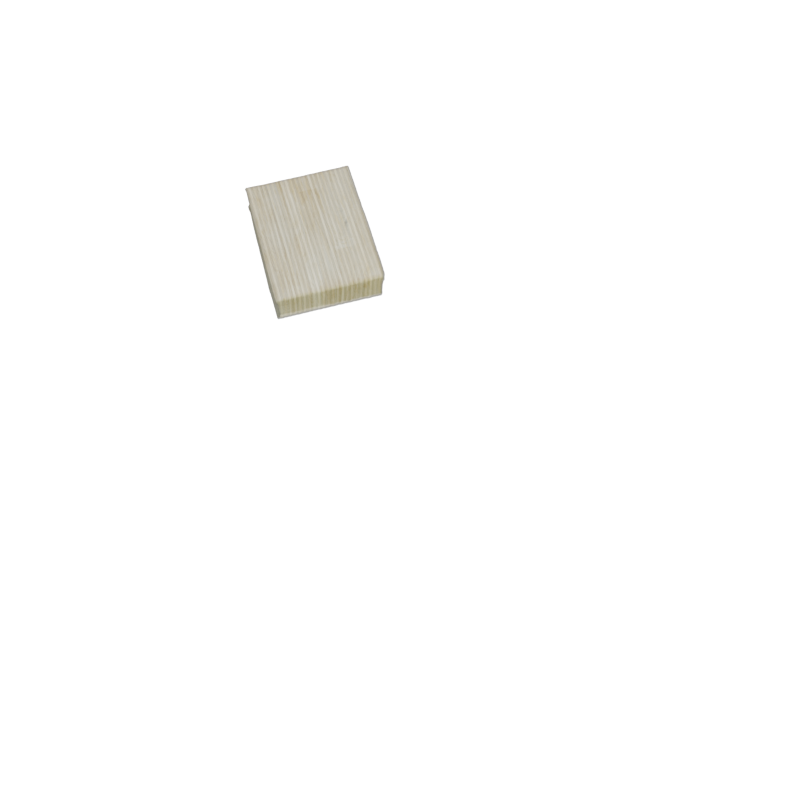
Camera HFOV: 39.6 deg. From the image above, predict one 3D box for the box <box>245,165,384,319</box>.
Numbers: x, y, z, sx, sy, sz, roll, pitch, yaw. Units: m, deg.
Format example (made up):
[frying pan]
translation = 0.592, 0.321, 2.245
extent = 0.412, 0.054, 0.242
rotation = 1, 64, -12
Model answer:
[box]
translation = -0.071, -0.130, 0.908
extent = 0.089, 0.122, 0.036
rotation = -14, -29, -8
